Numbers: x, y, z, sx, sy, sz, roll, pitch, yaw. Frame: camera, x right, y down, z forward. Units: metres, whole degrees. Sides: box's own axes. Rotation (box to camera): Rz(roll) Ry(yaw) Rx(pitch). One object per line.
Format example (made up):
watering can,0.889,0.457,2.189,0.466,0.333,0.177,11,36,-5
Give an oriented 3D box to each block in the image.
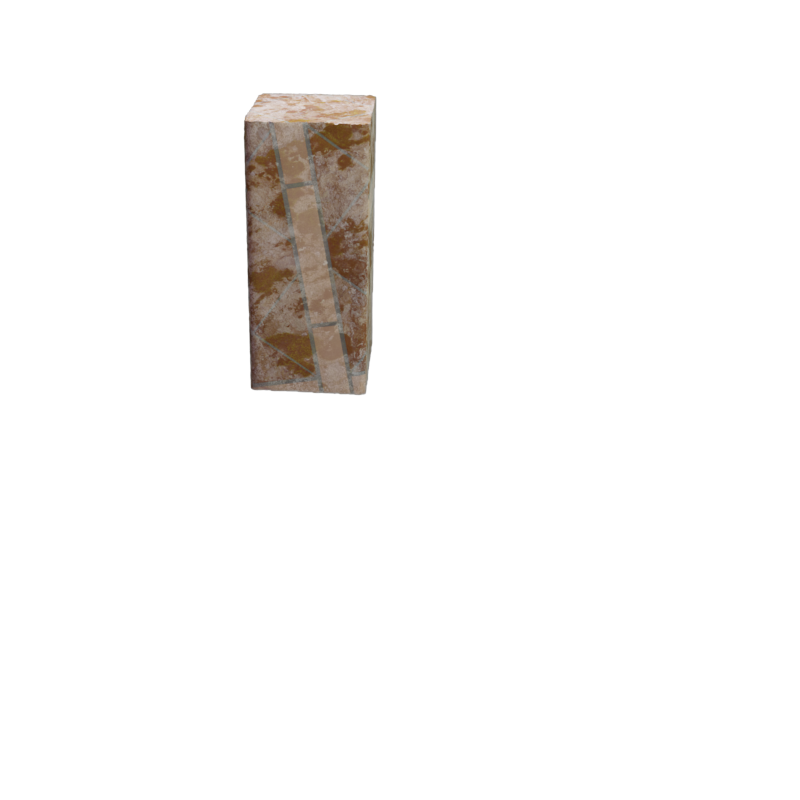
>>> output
block,-0.066,-0.118,0.829,0.091,0.196,0.095,2,23,2
